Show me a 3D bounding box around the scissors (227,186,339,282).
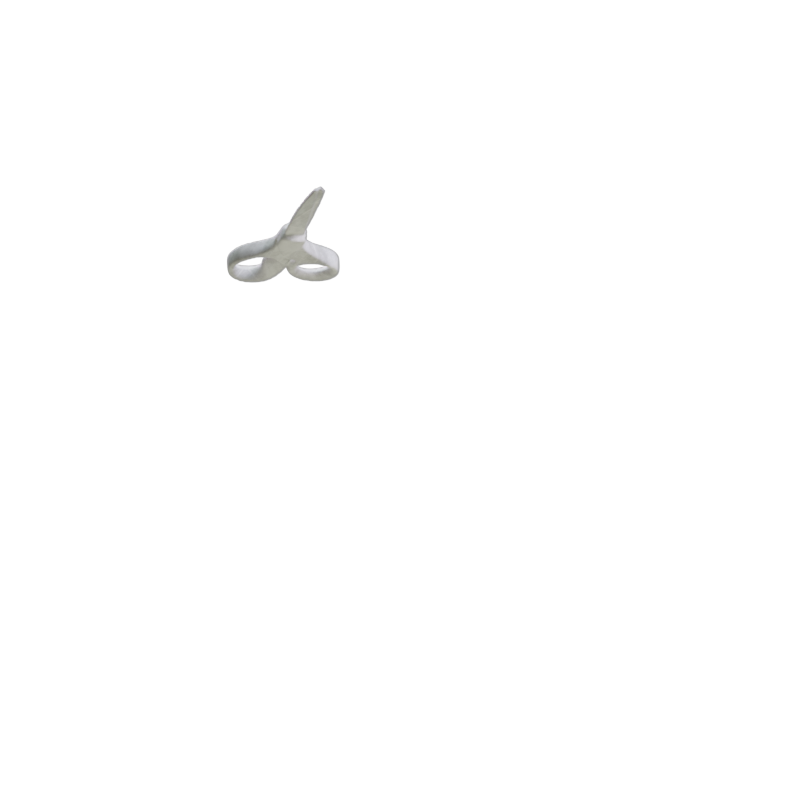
[{"bbox_3d":[-0.063,-0.116,0.809,0.092,0.016,0.203,6,-11,-29],"label":"scissors"}]
